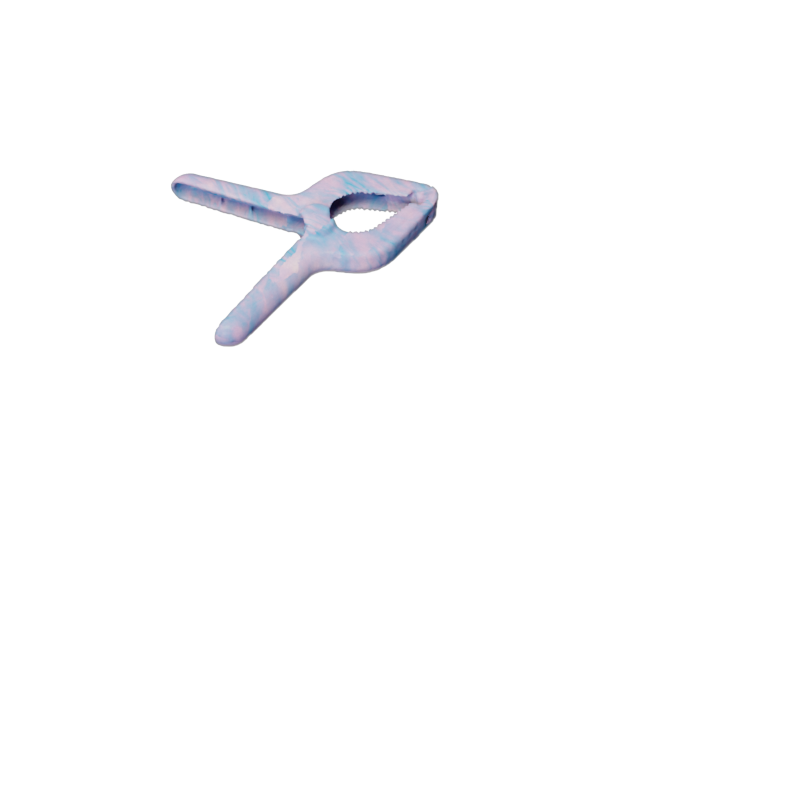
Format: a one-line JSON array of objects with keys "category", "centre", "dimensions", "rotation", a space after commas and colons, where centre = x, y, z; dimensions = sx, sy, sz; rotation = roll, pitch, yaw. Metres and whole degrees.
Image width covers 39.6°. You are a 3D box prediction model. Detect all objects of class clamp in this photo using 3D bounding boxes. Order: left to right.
[{"category": "clamp", "centre": [-0.068, -0.125, 0.872], "dimensions": [0.209, 0.177, 0.034], "rotation": [-9, -33, -6]}]
